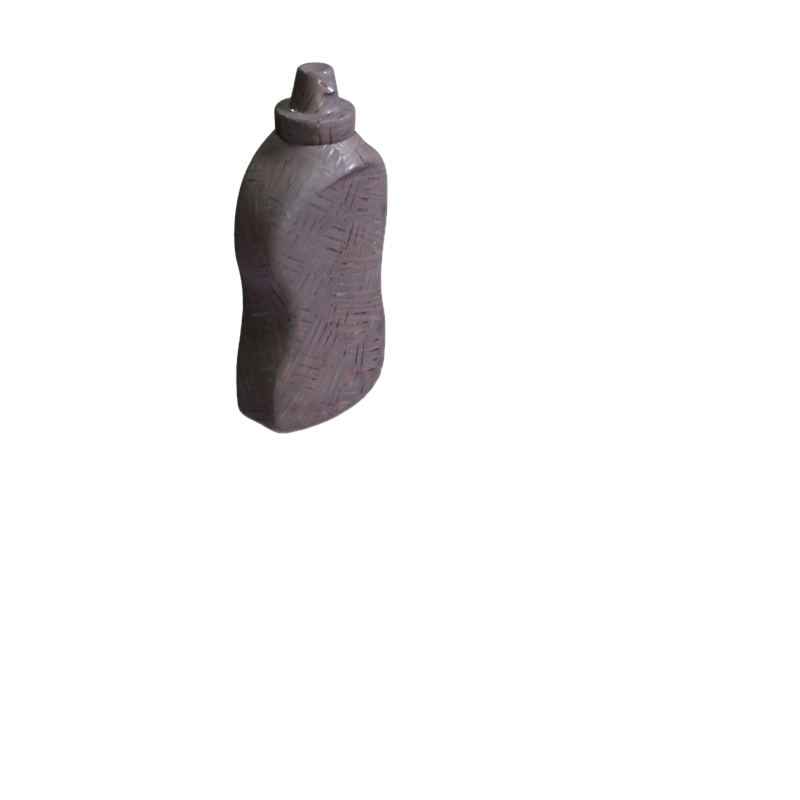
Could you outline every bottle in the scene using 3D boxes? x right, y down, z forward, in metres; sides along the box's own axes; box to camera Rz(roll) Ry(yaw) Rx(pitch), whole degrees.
[{"bbox_3d":[-0.045,-0.083,0.585,0.062,0.181,0.096,23,35,34],"label":"bottle"}]
